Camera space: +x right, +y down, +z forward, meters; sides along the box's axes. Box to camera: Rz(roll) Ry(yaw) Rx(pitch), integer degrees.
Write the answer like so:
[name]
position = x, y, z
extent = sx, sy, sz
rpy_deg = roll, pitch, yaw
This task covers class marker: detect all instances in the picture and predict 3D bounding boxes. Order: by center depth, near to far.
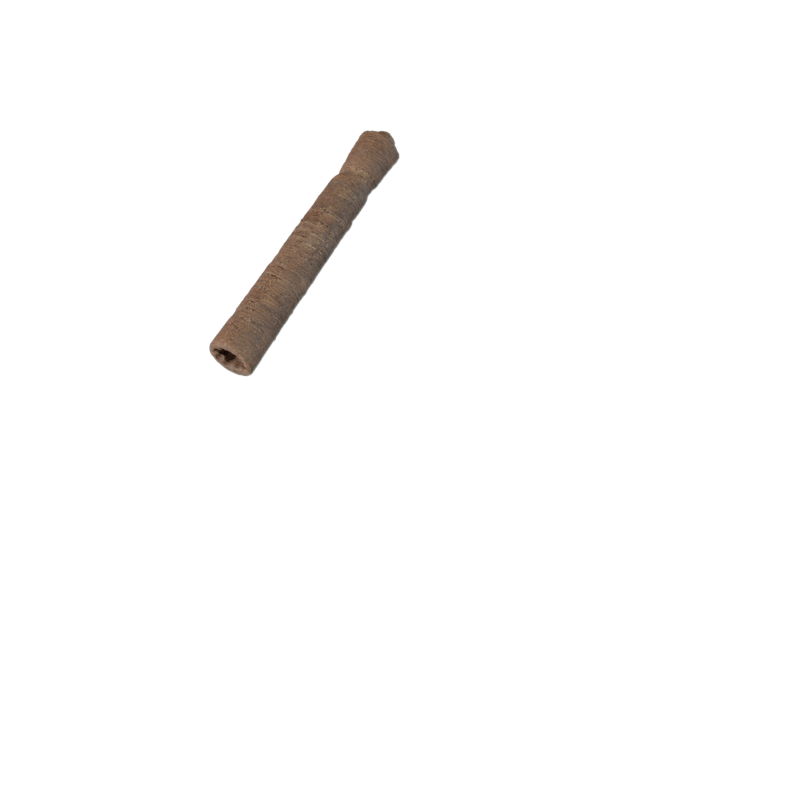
[marker]
position = -0.034, -0.061, 0.430
extent = 0.020, 0.125, 0.018
rpy_deg = 24, -29, 12
